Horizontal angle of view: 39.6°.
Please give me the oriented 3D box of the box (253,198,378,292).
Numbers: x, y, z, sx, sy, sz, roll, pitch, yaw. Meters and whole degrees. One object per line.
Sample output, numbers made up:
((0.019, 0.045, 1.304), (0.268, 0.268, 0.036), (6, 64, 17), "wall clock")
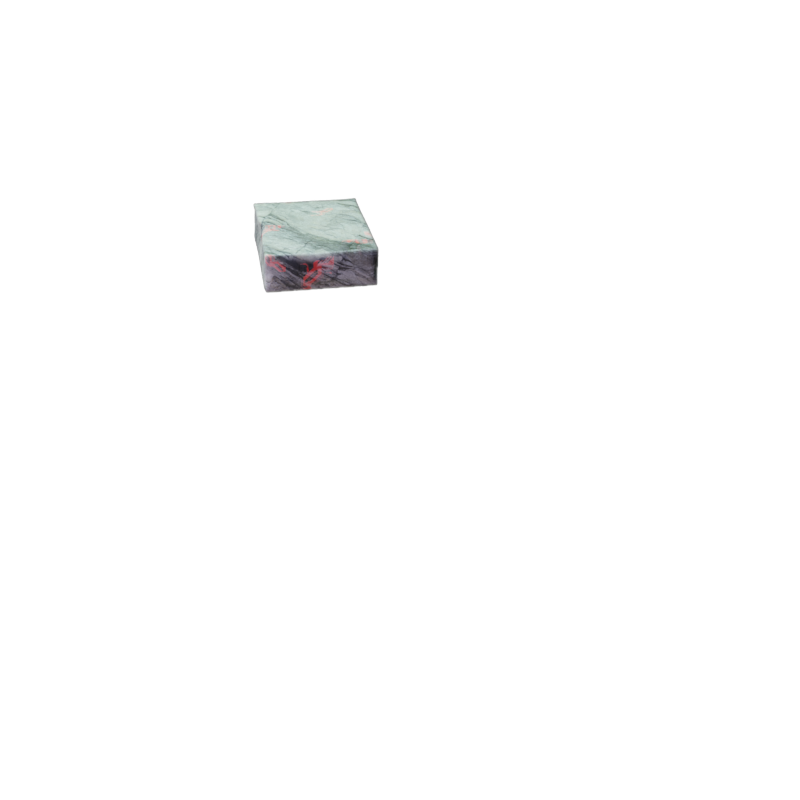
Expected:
((-0.058, -0.105, 0.738), (0.072, 0.028, 0.095), (-5, 31, -8), "box")
